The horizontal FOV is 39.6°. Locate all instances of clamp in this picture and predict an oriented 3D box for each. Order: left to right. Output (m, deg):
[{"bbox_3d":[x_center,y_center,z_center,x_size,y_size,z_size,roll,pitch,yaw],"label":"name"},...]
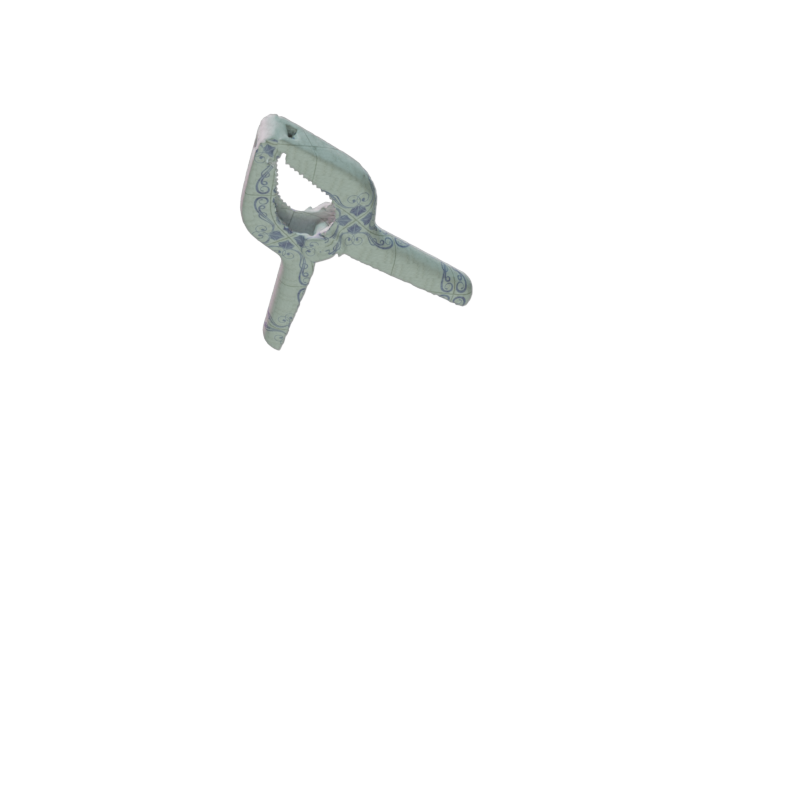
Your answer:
[{"bbox_3d":[-0.061,-0.112,0.785,0.166,0.039,0.194,-19,-45,20],"label":"clamp"}]
